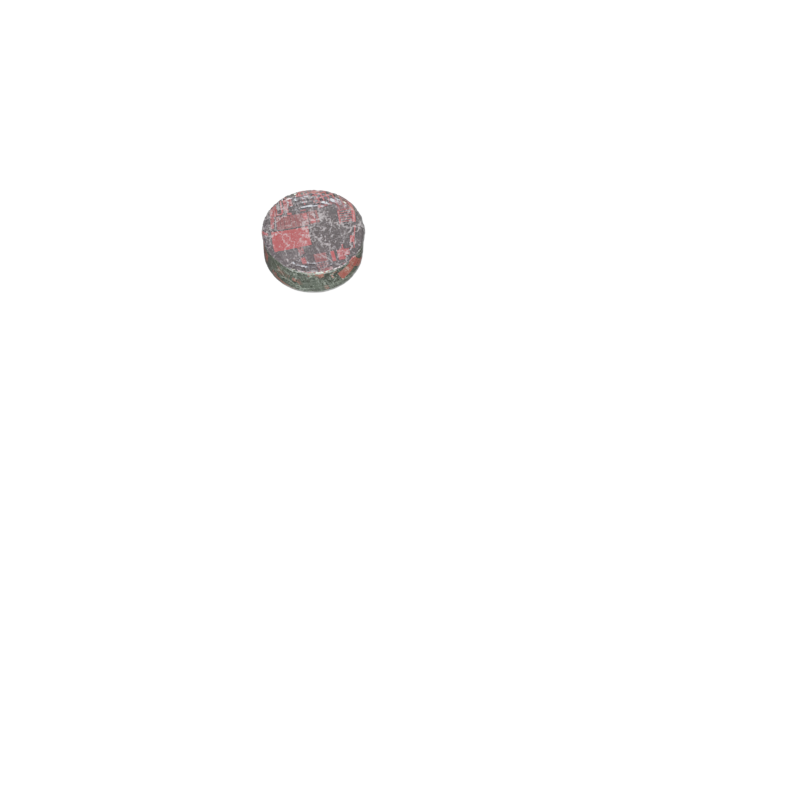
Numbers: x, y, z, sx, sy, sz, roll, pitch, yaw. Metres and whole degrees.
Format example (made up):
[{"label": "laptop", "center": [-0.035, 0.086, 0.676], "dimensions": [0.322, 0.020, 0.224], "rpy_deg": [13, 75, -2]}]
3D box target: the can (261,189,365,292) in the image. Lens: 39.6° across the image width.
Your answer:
[{"label": "can", "center": [-0.073, -0.133, 0.932], "dimensions": [0.086, 0.092, 0.031], "rpy_deg": [-1, -33, -1]}]
